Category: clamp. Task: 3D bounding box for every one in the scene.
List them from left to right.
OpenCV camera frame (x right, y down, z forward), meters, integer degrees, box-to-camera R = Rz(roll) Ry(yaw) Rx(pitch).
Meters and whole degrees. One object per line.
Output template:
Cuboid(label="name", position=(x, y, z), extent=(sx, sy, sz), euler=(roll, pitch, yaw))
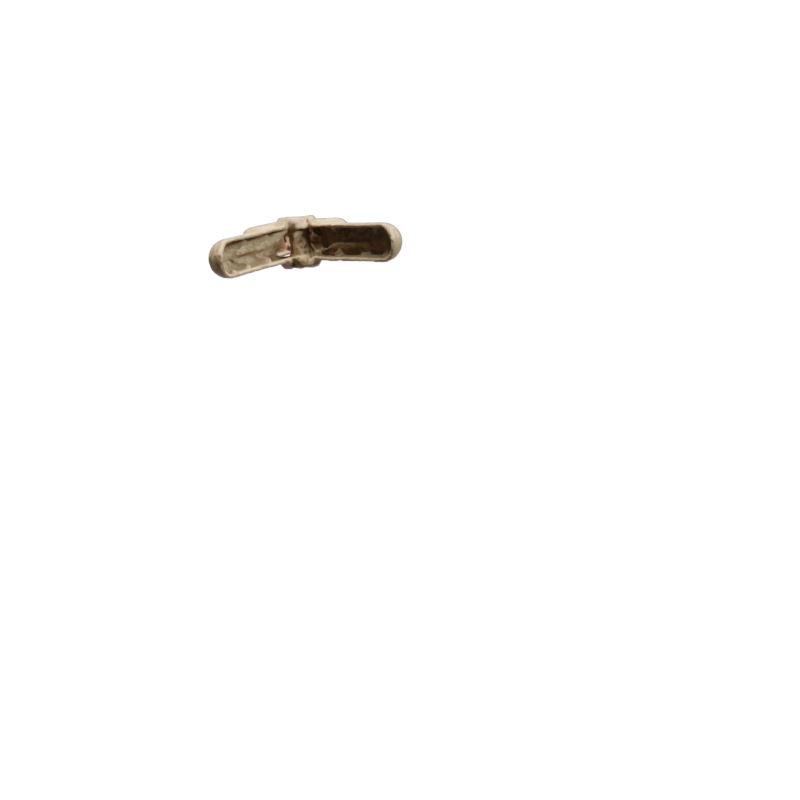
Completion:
Cuboid(label="clamp", position=(-0.059, -0.108, 0.757), extent=(0.120, 0.038, 0.175), euler=(0, 15, 1))
